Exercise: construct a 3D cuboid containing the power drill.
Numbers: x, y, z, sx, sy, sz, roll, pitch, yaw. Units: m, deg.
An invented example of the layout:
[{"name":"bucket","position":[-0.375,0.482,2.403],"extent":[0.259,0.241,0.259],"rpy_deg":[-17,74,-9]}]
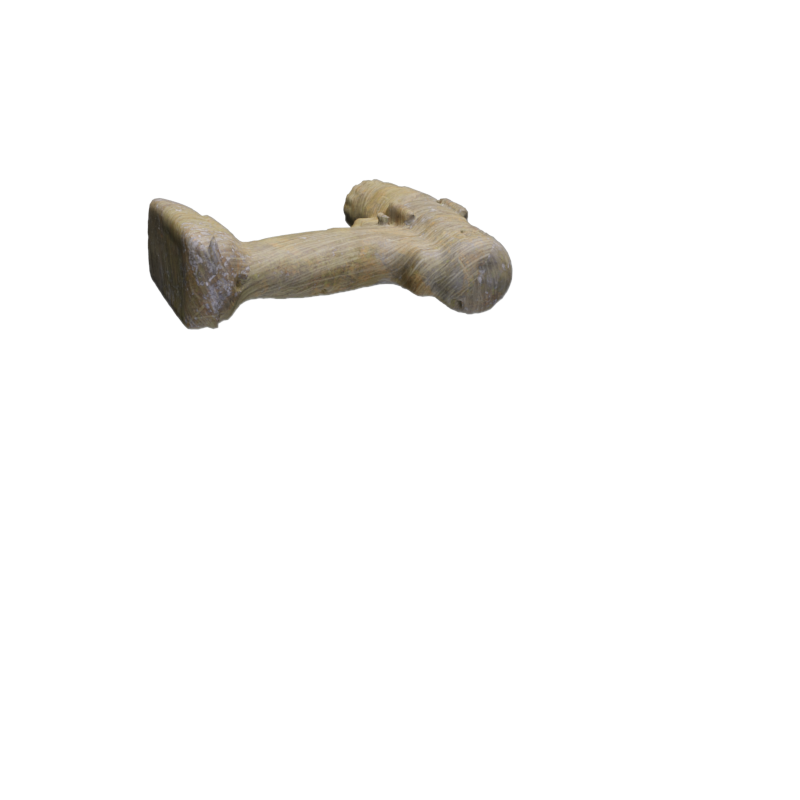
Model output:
[{"name":"power drill","position":[-0.052,-0.094,0.662],"extent":[0.184,0.055,0.196],"rpy_deg":[-8,23,-20]}]
